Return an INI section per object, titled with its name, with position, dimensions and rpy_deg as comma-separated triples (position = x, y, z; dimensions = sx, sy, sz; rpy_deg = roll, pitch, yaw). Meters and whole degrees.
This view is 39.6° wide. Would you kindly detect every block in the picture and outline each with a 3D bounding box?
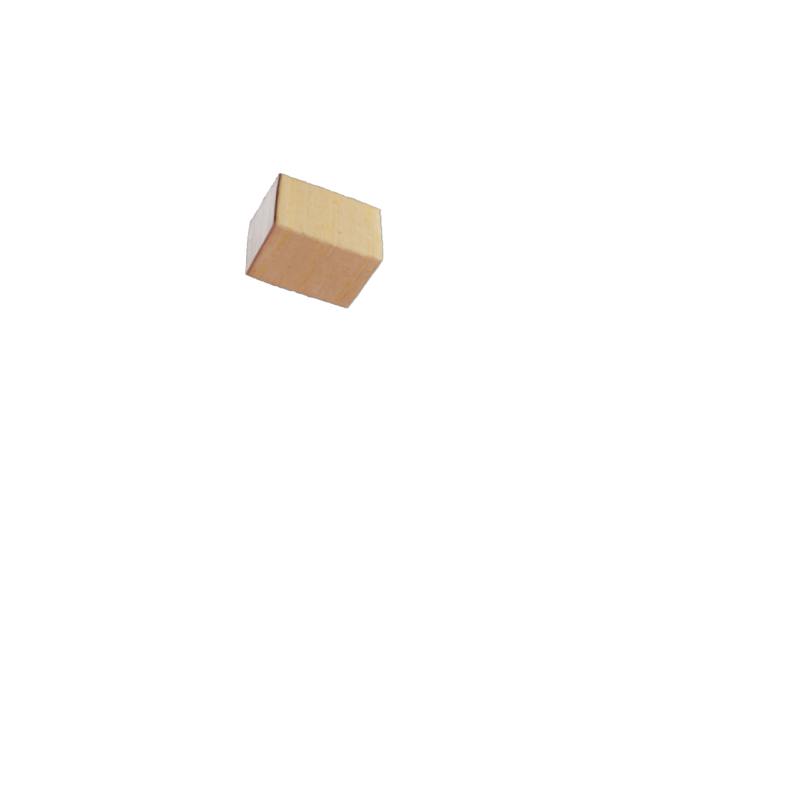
[block]
position = -0.057, -0.104, 0.730
dimensions = 0.075, 0.055, 0.051
rpy_deg = 18, -47, -20
